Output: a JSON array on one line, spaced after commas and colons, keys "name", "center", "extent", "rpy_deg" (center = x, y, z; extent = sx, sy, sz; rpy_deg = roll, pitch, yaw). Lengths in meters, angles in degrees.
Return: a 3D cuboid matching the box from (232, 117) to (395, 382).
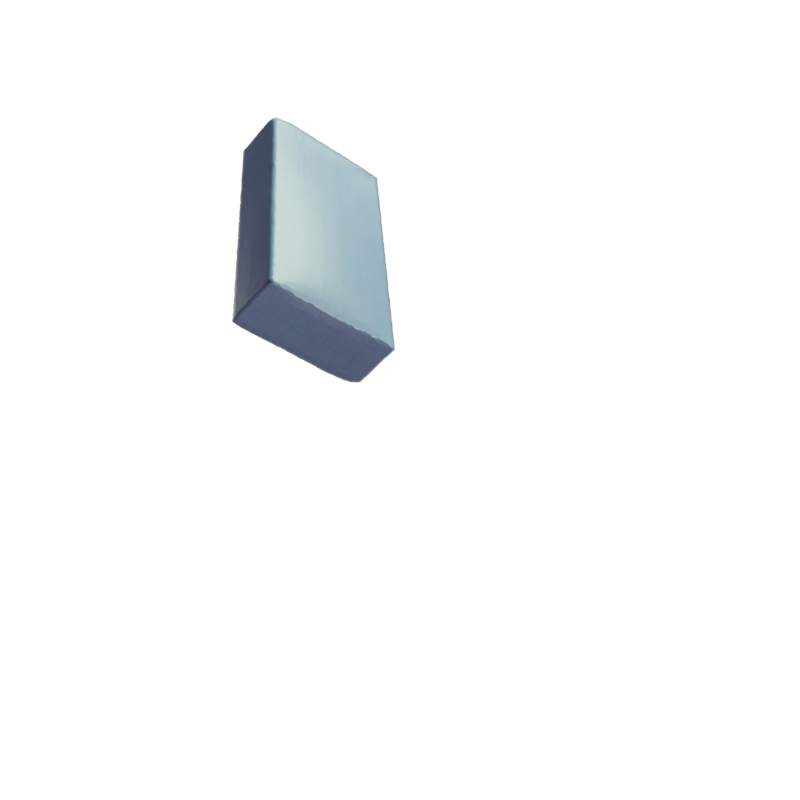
[{"name": "box", "center": [-0.055, -0.101, 0.705], "extent": [0.089, 0.189, 0.047], "rpy_deg": [27, -53, -27]}]
